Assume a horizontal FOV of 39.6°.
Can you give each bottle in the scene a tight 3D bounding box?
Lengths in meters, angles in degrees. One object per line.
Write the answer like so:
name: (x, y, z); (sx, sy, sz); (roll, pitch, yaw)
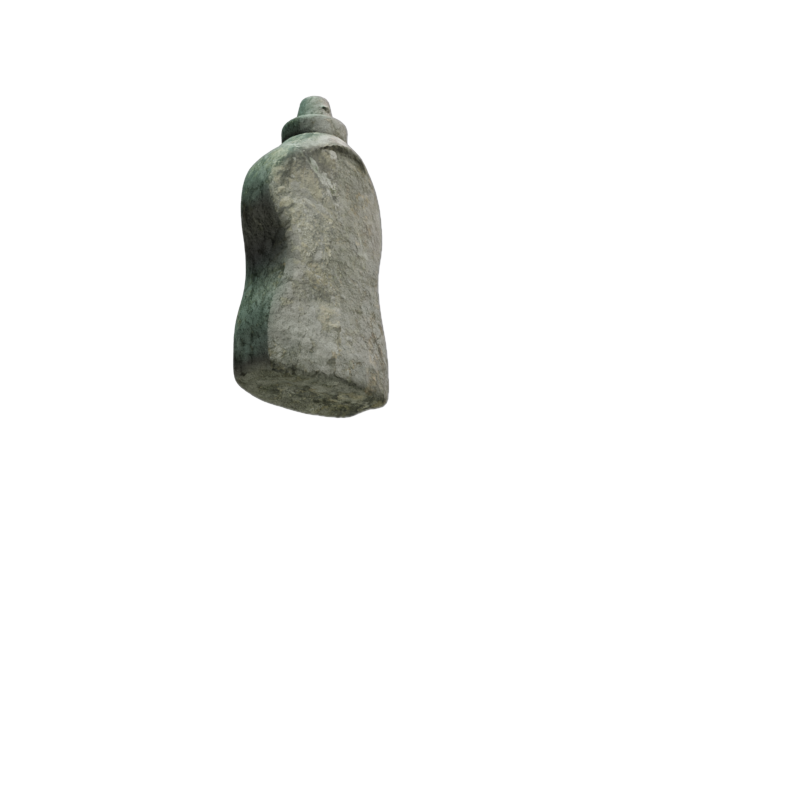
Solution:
bottle: (-0.050, -0.092, 0.647); (0.090, 0.202, 0.059); (20, -32, -40)
